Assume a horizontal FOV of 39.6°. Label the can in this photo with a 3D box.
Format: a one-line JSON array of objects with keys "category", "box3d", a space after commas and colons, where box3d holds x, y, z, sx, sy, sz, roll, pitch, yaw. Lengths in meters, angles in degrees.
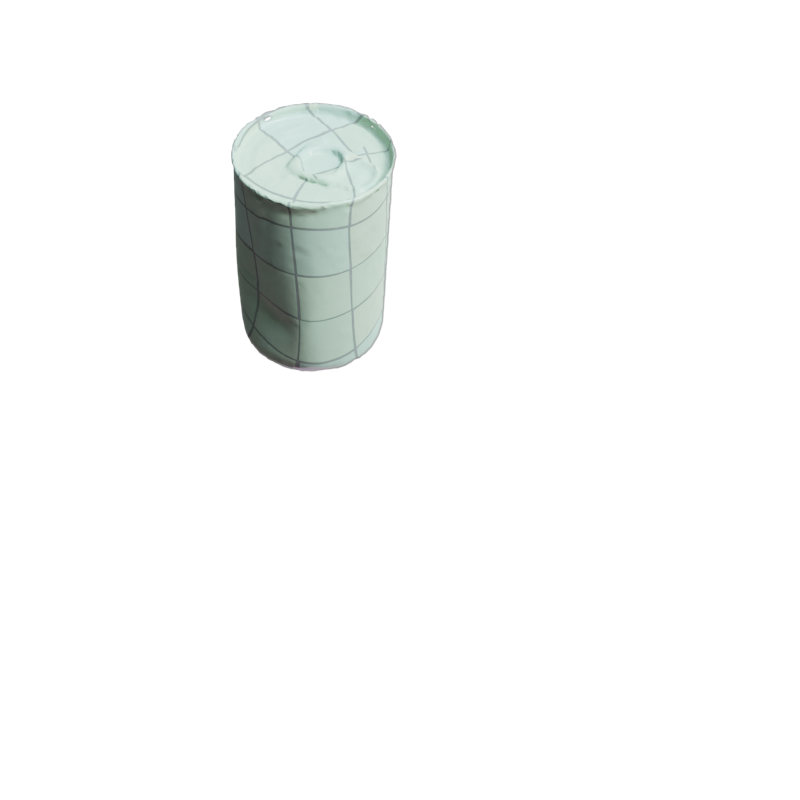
[{"category": "can", "box3d": [-0.038, -0.070, 0.489, 0.068, 0.074, 0.095, 0, -43, -3]}]
